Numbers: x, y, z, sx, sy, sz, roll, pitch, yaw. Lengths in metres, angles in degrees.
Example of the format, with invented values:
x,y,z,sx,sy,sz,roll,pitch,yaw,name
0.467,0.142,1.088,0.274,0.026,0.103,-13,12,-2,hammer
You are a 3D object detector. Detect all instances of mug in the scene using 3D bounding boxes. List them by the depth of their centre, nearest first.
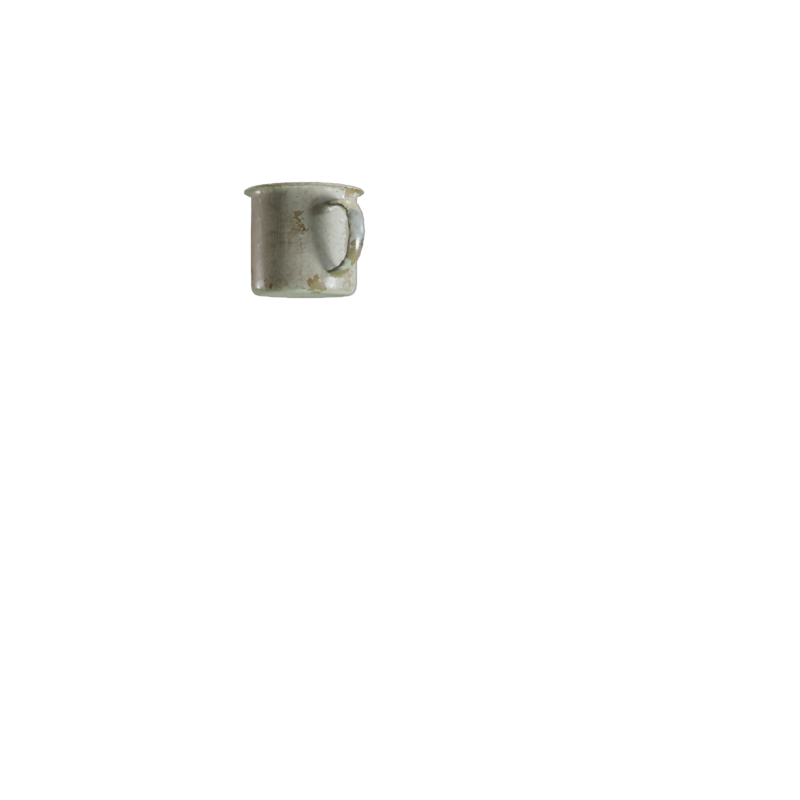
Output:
x,y,z,sx,sy,sz,roll,pitch,yaw,name
-0.066,-0.120,0.844,0.089,0.082,0.121,1,-1,-40,mug
